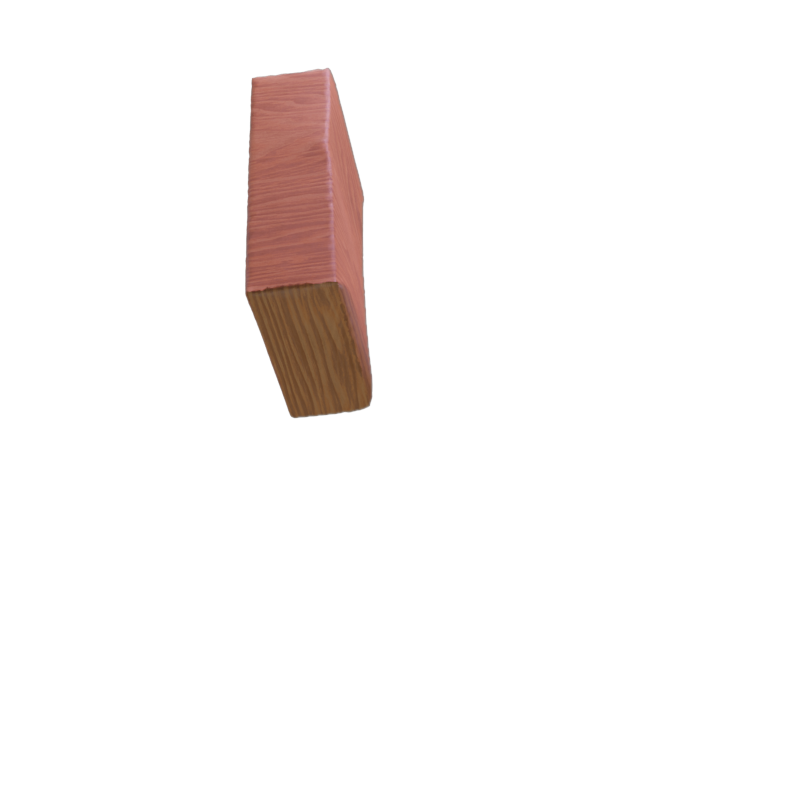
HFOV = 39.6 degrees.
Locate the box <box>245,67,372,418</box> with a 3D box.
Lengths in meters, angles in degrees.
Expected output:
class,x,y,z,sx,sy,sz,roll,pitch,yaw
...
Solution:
class,x,y,z,sx,sy,sz,roll,pitch,yaw
box,-0.066,-0.121,0.845,0.072,0.229,0.152,-7,-36,5
